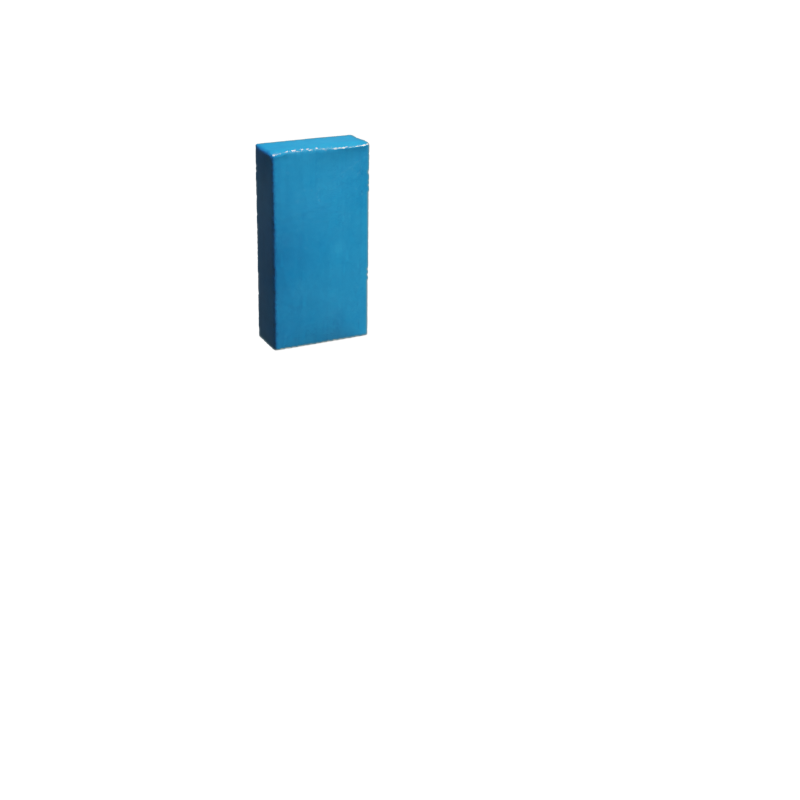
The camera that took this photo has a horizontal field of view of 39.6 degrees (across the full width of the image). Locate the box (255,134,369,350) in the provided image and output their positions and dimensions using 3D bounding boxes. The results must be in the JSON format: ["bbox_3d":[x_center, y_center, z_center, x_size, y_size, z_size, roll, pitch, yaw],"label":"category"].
[{"bbox_3d":[-0.075,-0.137,0.962,0.091,0.168,0.051,-9,23,-24],"label":"box"}]
